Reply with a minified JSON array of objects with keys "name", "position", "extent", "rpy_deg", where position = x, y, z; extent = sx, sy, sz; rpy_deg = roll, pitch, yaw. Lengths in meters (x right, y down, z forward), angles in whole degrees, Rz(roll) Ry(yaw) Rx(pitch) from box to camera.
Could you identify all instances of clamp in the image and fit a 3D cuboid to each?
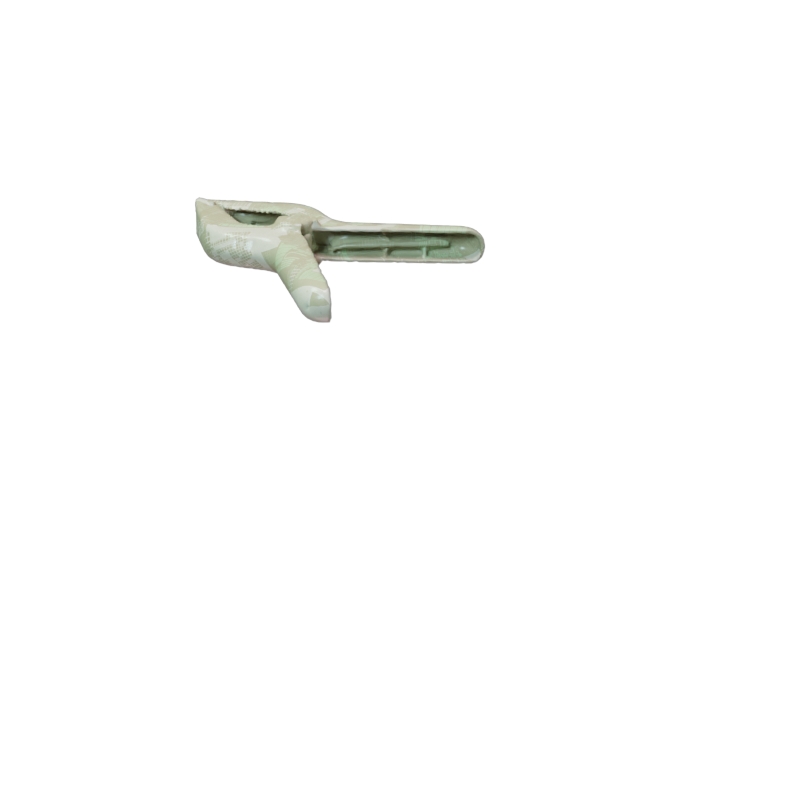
[{"name":"clamp","position":[-0.060,-0.109,0.761],"extent":[0.162,0.035,0.223],"rpy_deg":[-20,31,-37]}]
